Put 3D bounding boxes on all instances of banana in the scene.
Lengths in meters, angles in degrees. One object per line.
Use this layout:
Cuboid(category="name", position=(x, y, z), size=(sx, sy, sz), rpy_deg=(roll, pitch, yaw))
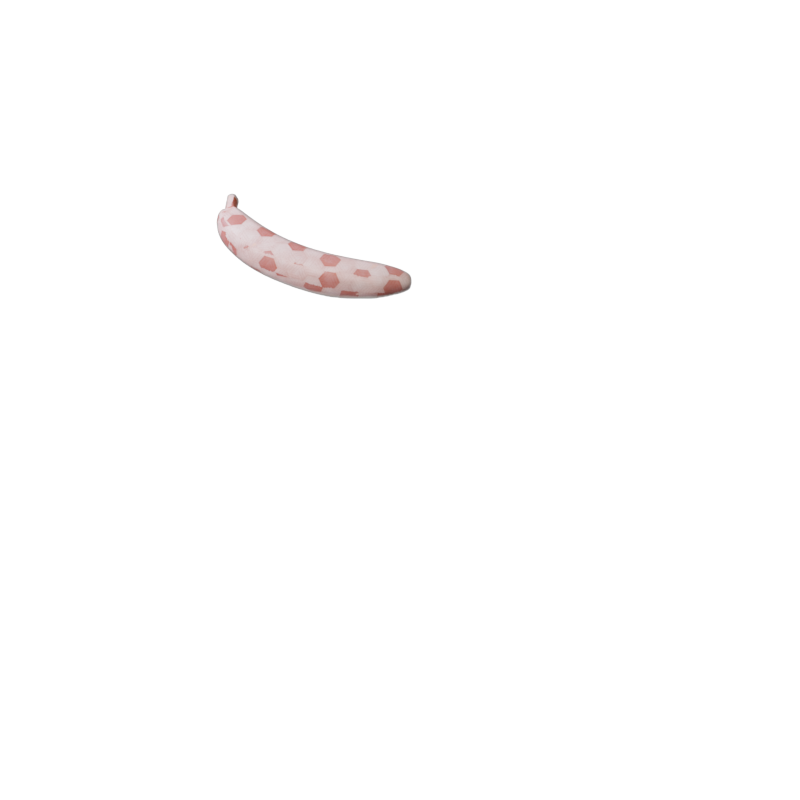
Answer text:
Cuboid(category="banana", position=(-0.089, -0.128, 0.963), size=(0.207, 0.071, 0.034), rpy_deg=(28, -34, 21))
